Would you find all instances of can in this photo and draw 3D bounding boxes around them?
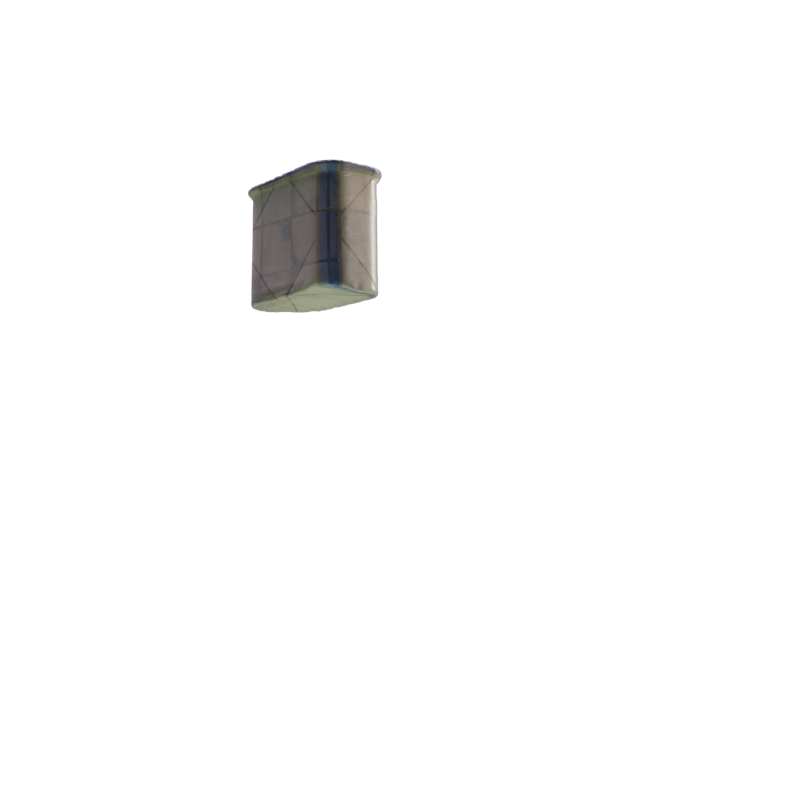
[{"bbox_3d":[-0.059,-0.107,0.746,0.055,0.086,0.104,9,-13,-39],"label":"can"}]
